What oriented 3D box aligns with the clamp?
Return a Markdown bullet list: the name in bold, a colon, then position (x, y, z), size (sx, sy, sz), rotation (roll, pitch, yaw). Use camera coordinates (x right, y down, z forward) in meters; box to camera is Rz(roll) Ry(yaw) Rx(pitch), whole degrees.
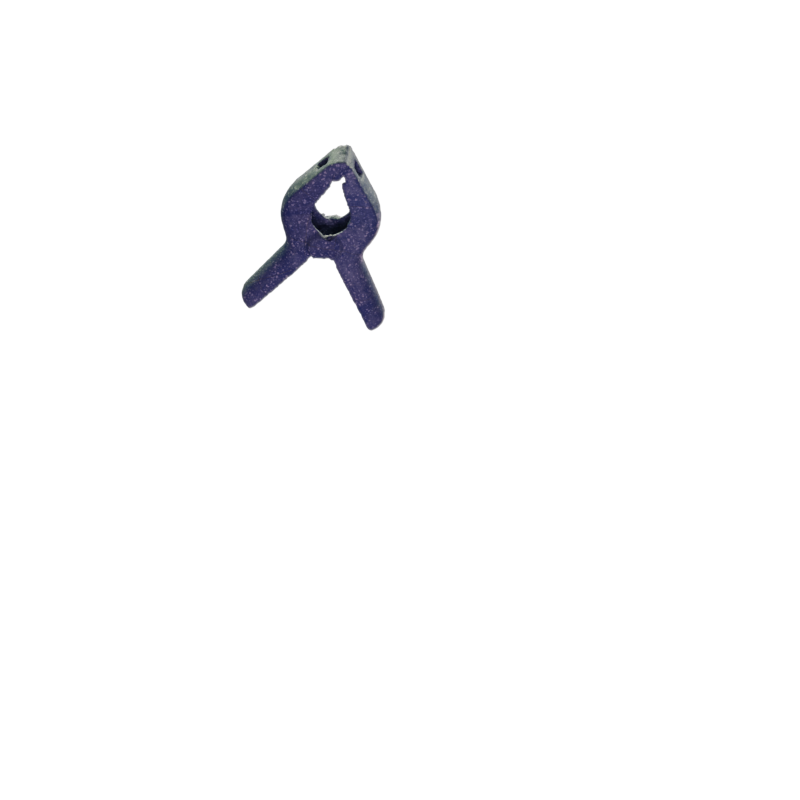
- **clamp**: position (-0.070, -0.127, 0.892), size (0.120, 0.160, 0.042), rotation (1, 37, -1)
